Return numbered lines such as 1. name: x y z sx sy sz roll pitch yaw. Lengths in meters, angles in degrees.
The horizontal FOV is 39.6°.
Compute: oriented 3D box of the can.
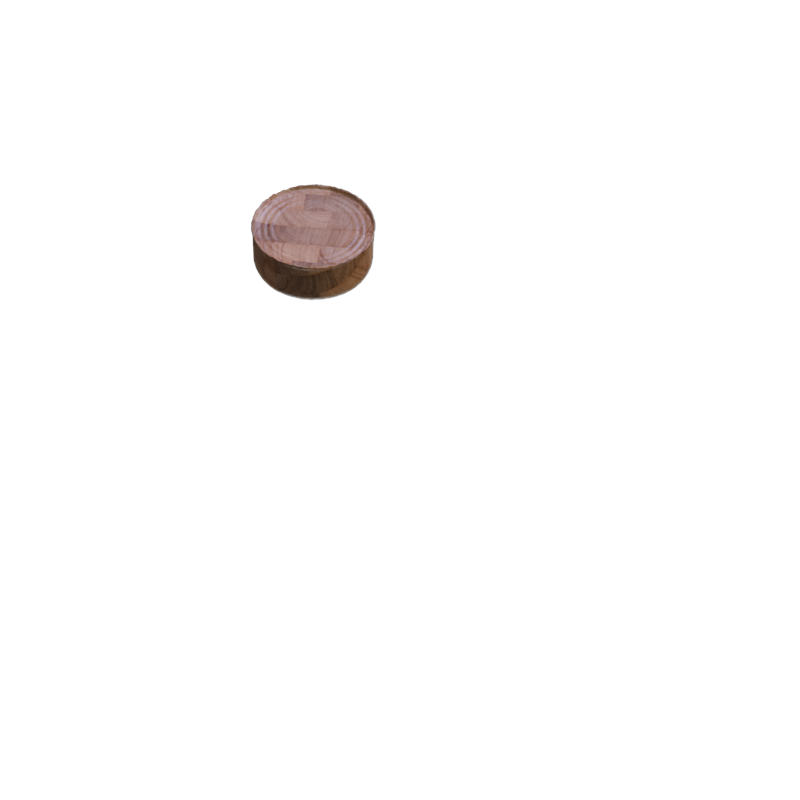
1. can: -0.060 -0.110 0.772 0.086 0.092 0.031 -1 -43 -1
